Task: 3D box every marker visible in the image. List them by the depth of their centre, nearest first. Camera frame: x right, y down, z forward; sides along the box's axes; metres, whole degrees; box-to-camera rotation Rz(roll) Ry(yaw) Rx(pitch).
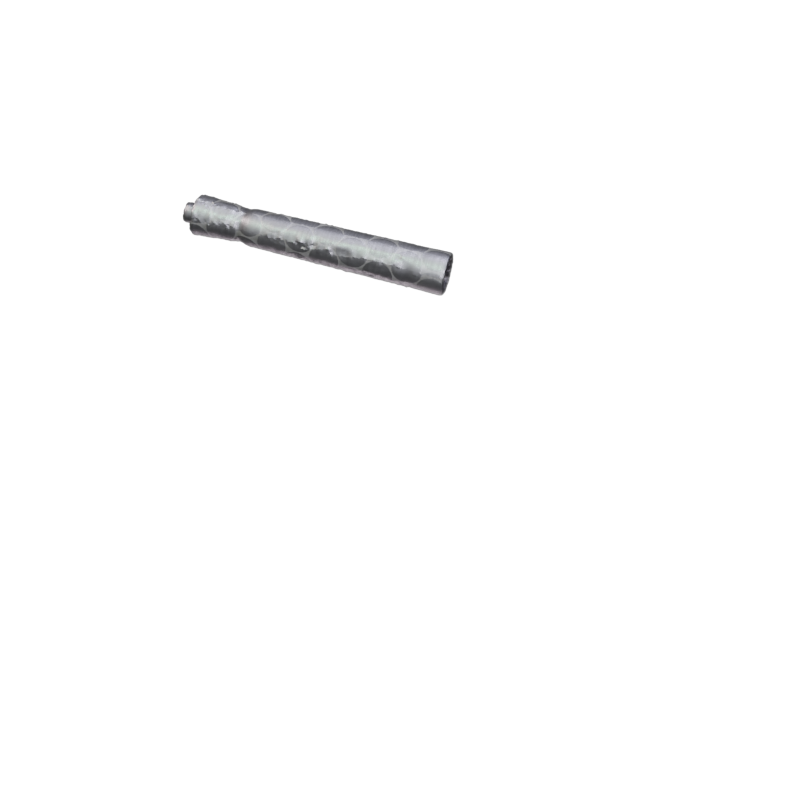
[{"bbox_3d":[-0.038,-0.069,0.483,0.124,0.020,0.019,15,7,14],"label":"marker"}]
